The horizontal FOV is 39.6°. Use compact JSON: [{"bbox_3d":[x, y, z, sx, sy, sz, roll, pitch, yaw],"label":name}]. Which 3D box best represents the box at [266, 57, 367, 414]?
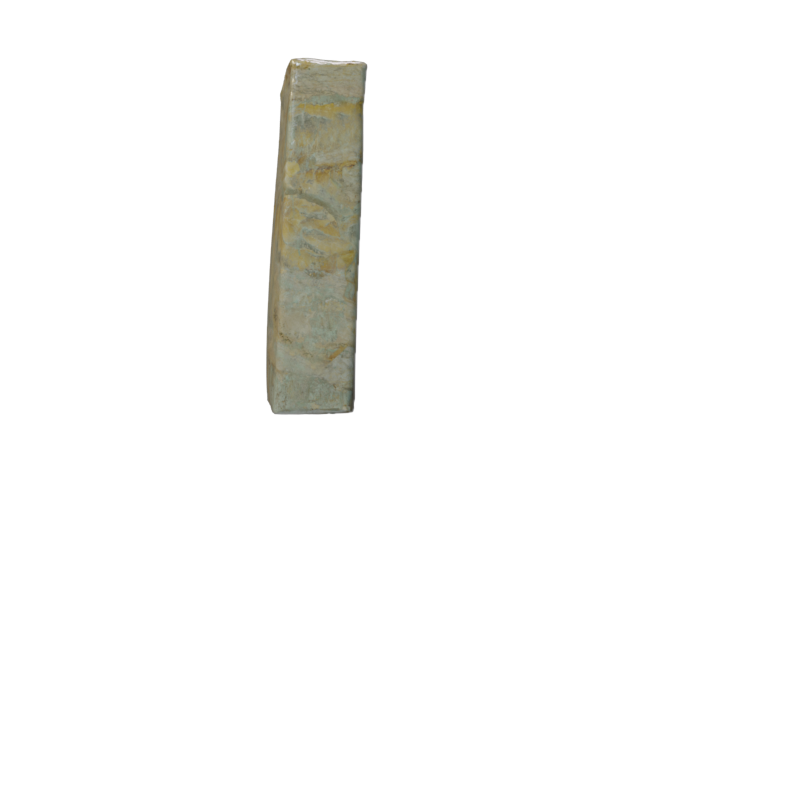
[{"bbox_3d":[-0.046,-0.084,0.585,0.048,0.178,0.093,0,-3,-9],"label":"box"}]
